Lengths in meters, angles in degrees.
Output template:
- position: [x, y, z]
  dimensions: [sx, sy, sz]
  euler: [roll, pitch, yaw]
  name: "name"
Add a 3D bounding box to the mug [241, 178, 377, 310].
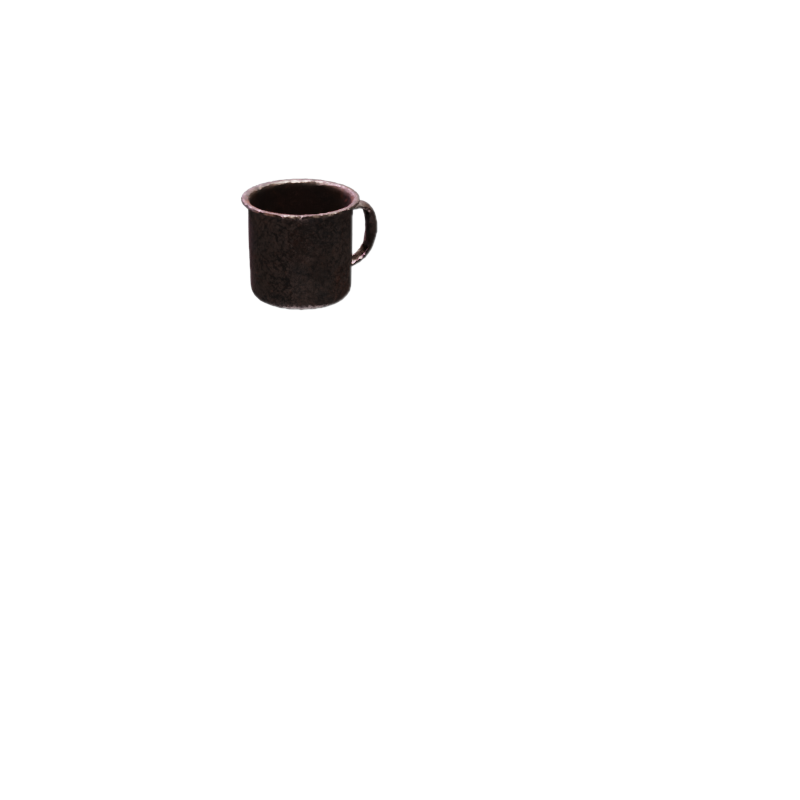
- position: [-0.069, -0.126, 0.886]
  dimensions: [0.115, 0.077, 0.100]
  euler: [-17, 31, -32]
  name: "mug"
